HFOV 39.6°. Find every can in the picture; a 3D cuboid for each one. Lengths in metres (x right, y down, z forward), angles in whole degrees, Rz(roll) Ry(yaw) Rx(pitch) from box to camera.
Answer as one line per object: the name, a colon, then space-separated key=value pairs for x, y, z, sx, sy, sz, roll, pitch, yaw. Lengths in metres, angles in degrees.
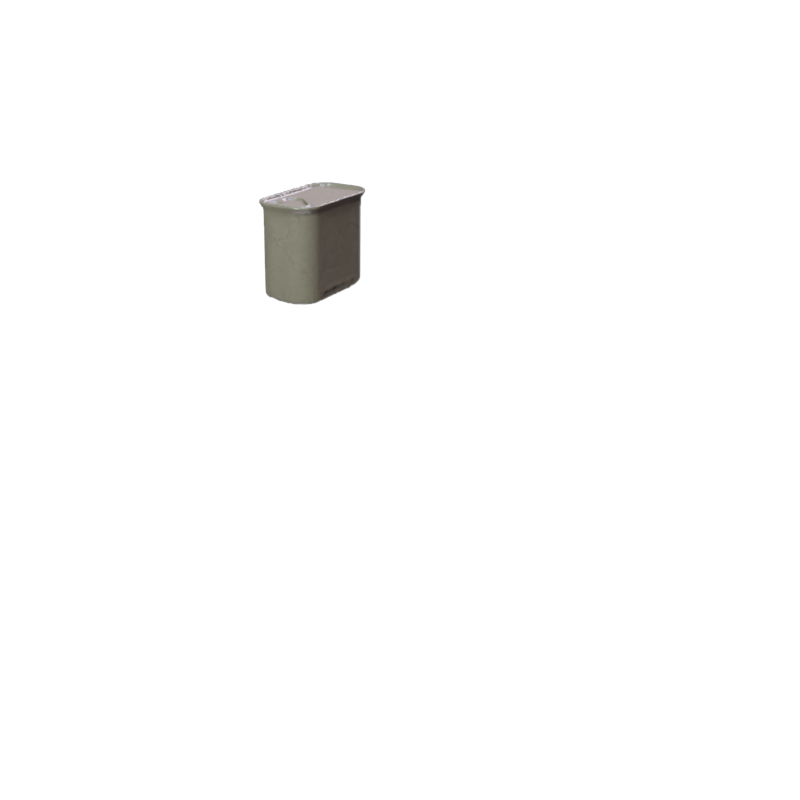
can: x=-0.074 y=-0.135 z=0.945 sx=0.060 sy=0.081 sz=0.101 roll=10 pitch=21 yaw=28
